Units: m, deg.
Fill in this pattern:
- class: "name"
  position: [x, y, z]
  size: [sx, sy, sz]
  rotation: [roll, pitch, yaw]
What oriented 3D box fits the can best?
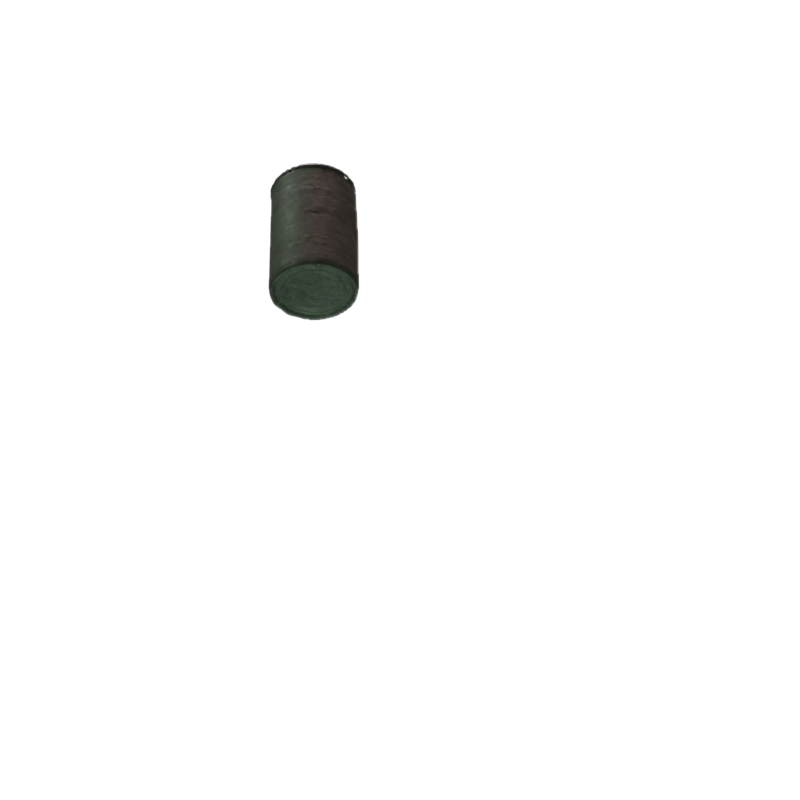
- class: "can"
  position: [-0.066, -0.120, 0.843]
  size: [0.068, 0.110, 0.064]
  rotation: [-1, -38, -3]
